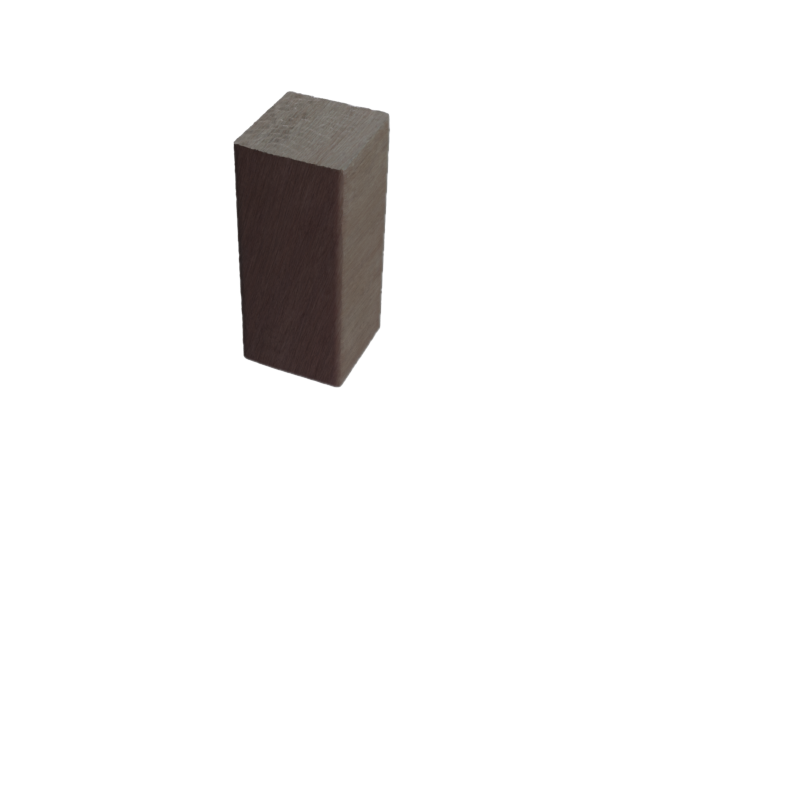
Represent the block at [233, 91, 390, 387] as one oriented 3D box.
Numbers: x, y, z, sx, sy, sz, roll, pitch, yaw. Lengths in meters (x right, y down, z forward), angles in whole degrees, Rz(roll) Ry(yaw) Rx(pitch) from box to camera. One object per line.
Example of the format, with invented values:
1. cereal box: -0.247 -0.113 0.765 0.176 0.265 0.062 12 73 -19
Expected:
1. block: -0.068 -0.124 0.869 0.093 0.193 0.094 17 41 17
